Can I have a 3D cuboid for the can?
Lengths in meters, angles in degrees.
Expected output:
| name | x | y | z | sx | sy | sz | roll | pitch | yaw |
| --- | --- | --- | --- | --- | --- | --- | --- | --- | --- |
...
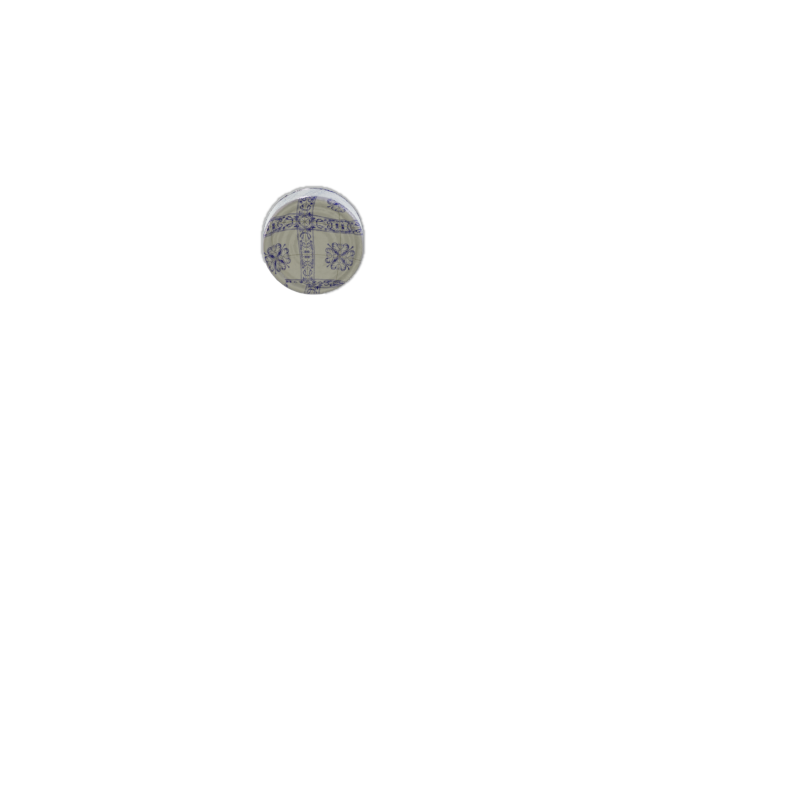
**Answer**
| name | x | y | z | sx | sy | sz | roll | pitch | yaw |
| --- | --- | --- | --- | --- | --- | --- | --- | --- | --- |
| can | -0.072 | -0.131 | 0.919 | 0.086 | 0.083 | 0.035 | 0 | 18 | -1 |
